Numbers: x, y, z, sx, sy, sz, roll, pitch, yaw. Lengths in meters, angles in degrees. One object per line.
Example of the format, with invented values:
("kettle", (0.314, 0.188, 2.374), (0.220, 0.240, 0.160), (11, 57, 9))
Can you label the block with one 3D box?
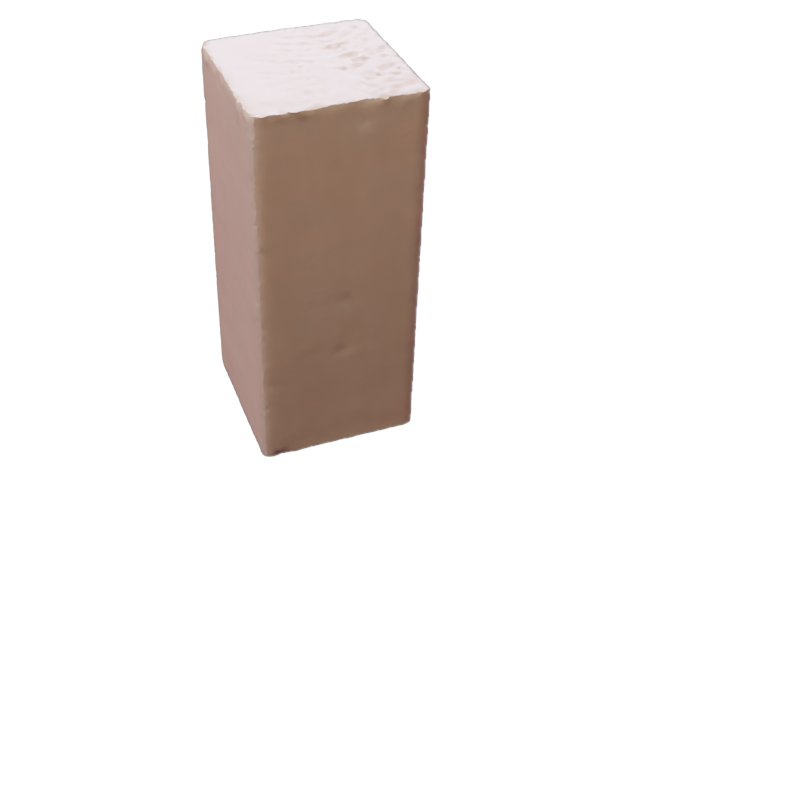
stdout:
("block", (-0.047, -0.084, 0.585), (0.089, 0.193, 0.098), (-12, 40, -18))
